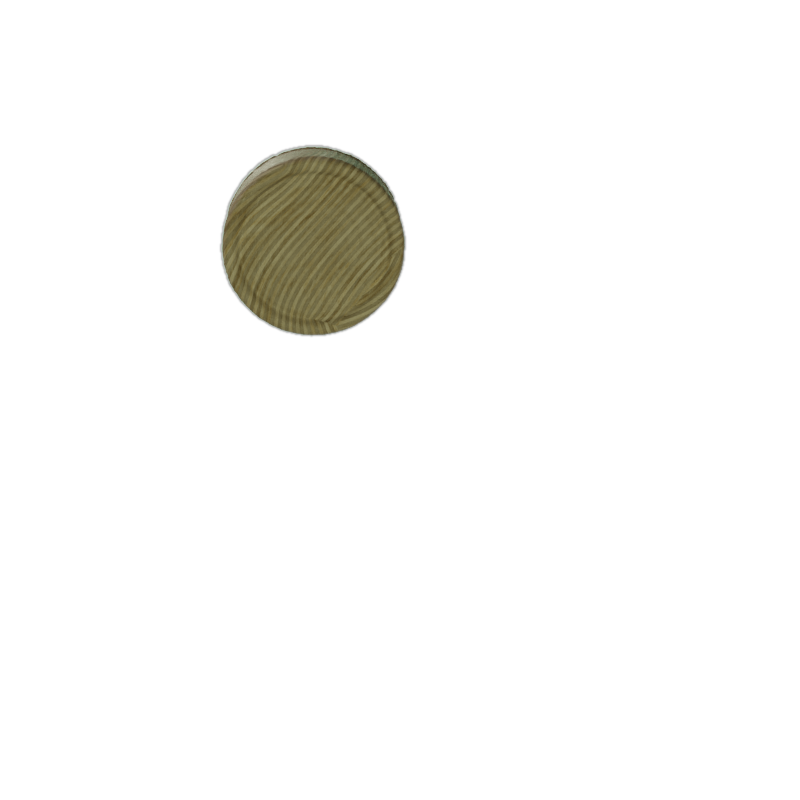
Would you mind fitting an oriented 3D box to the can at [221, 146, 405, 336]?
[{"bbox_3d":[-0.041,-0.074,0.520,0.086,0.083,0.035,0,14,-1],"label":"can"}]
